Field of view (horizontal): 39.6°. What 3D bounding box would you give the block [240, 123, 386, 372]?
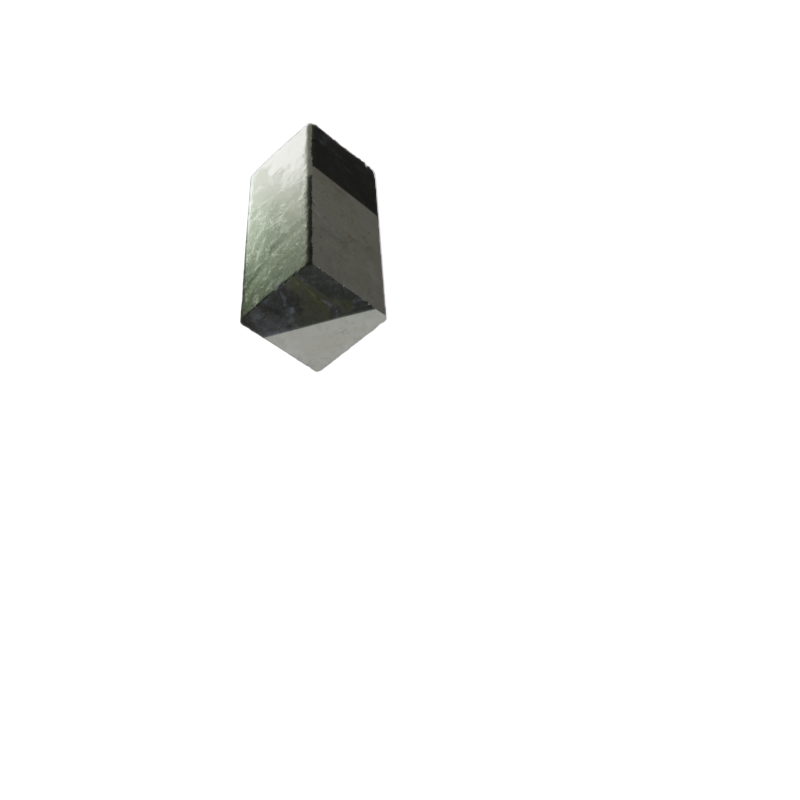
[{"bbox_3d":[-0.077,-0.142,0.992,0.085,0.221,0.089,34,-58,-30],"label":"block"}]
